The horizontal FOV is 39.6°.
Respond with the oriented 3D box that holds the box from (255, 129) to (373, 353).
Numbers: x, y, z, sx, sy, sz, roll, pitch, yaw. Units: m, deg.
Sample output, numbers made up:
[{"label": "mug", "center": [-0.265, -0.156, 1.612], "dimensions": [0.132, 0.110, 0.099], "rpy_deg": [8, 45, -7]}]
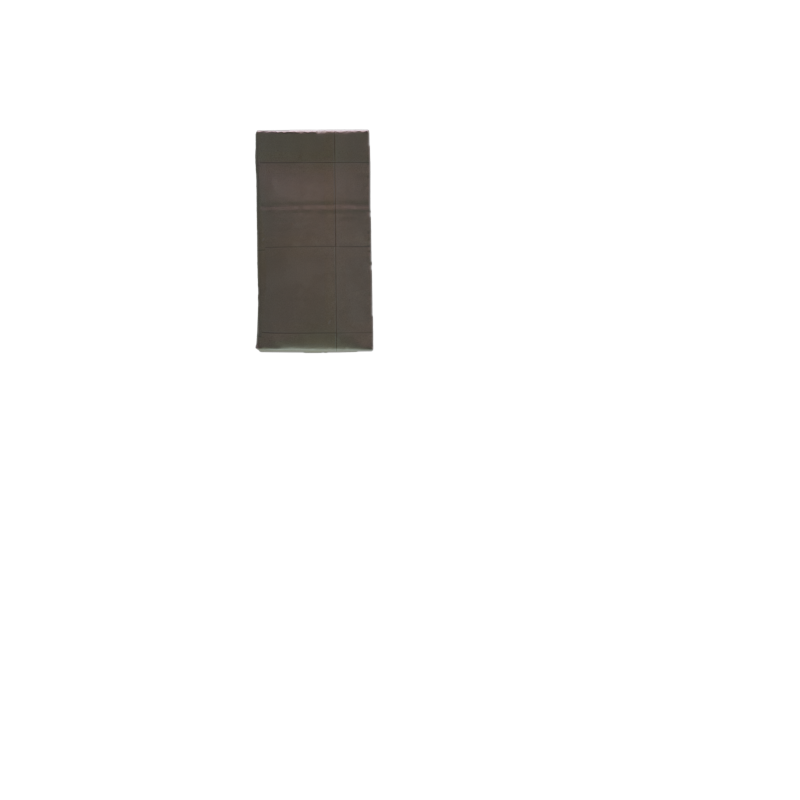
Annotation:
[{"label": "box", "center": [-0.069, -0.127, 0.887], "dimensions": [0.093, 0.179, 0.047], "rpy_deg": [0, -7, -2]}]
